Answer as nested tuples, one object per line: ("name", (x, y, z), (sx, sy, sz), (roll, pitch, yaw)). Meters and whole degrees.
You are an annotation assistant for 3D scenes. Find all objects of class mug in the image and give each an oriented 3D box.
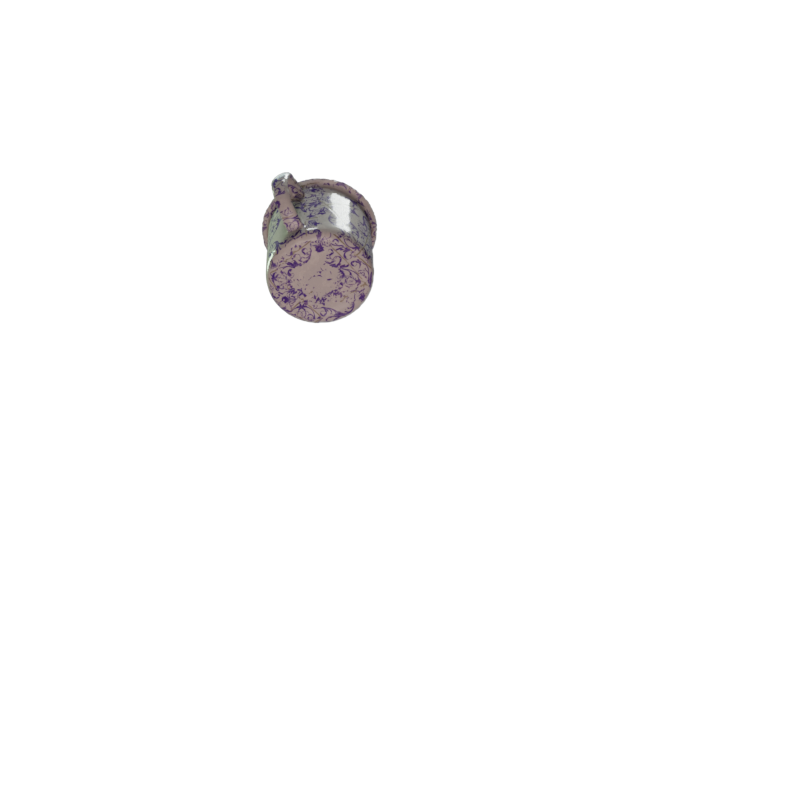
("mug", (-0.067, -0.122, 0.855), (0.093, 0.110, 0.087), (-20, 30, 11))
